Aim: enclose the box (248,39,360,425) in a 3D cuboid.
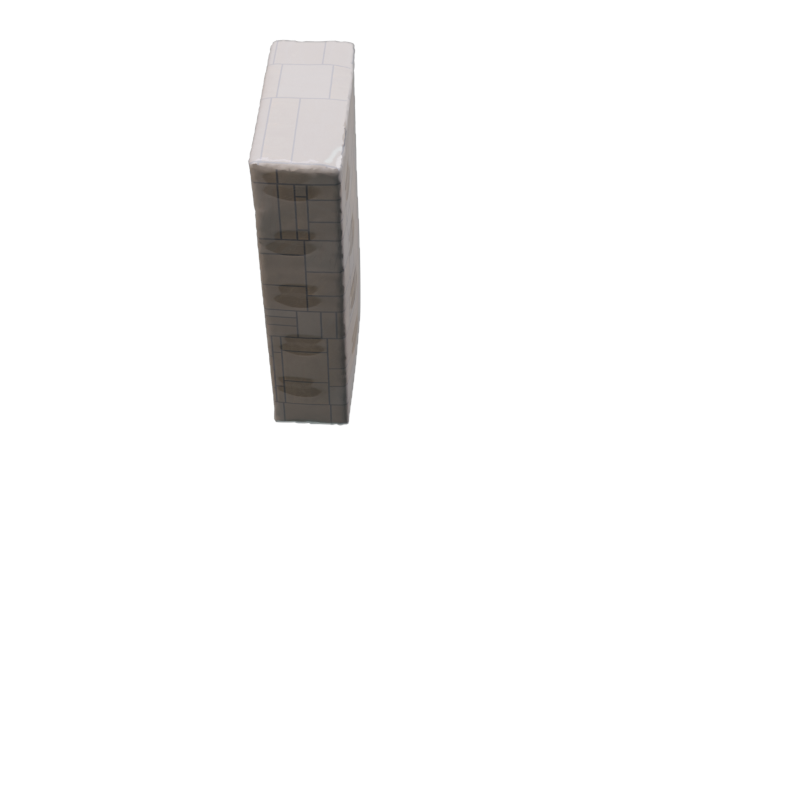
[{"bbox_3d":[-0.042,-0.077,0.544,0.048,0.100,0.164,4,-41,-1],"label":"box"}]
